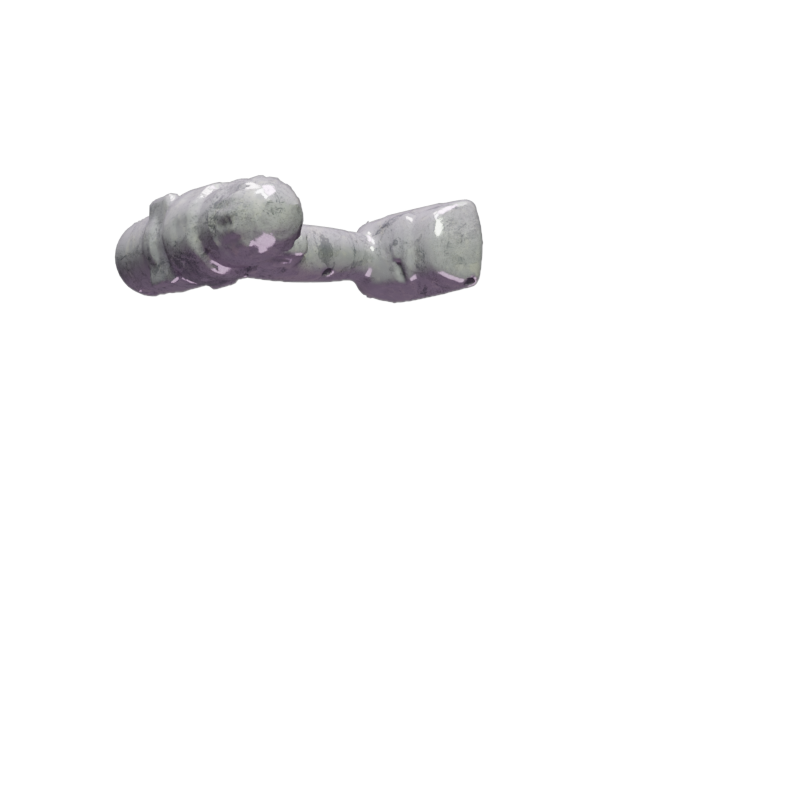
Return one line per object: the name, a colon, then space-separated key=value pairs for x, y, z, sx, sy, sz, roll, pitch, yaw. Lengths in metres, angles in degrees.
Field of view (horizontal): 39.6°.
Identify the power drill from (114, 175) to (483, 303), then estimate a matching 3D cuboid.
power drill: x=-0.049 y=-0.089 z=0.626 sx=0.181 sy=0.058 sz=0.189 roll=0 pitch=0 yaw=-31
